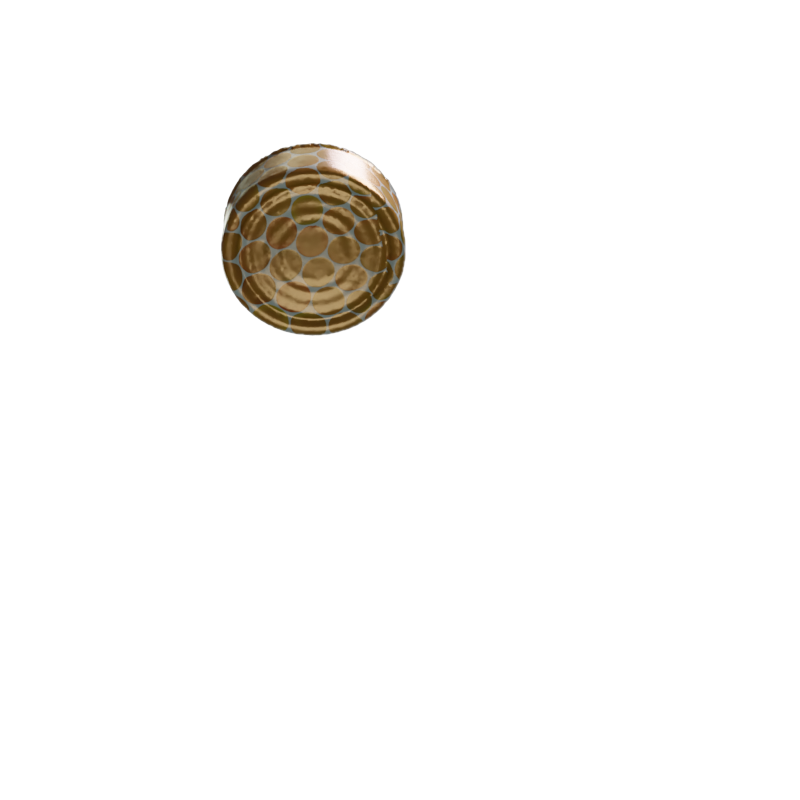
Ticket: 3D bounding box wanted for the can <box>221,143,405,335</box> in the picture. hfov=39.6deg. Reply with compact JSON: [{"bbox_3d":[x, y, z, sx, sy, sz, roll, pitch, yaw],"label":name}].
[{"bbox_3d":[-0.040,-0.074,0.515,0.086,0.081,0.035,1,27,-1],"label":"can"}]
